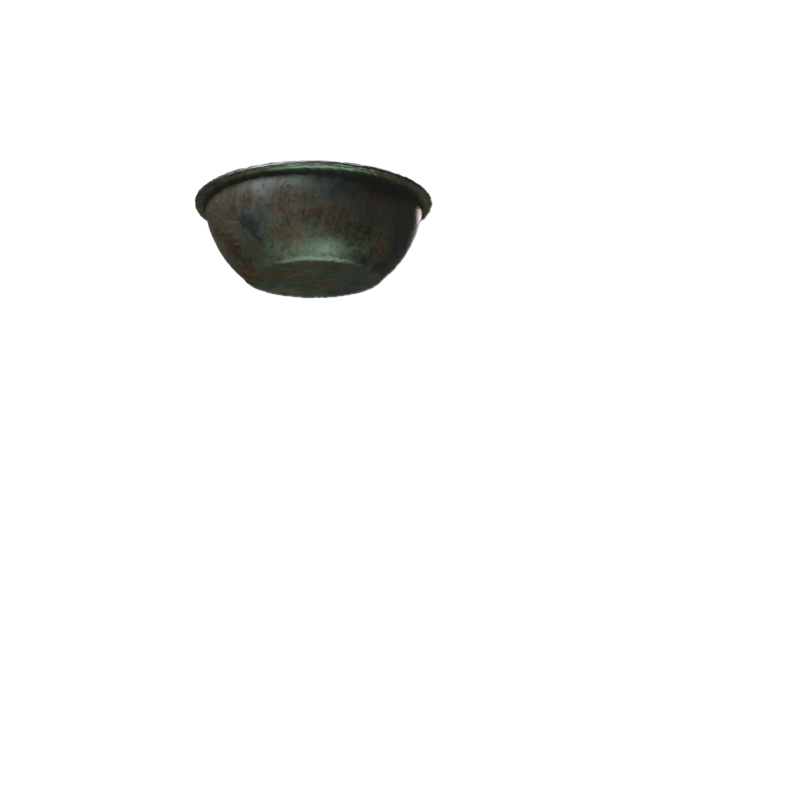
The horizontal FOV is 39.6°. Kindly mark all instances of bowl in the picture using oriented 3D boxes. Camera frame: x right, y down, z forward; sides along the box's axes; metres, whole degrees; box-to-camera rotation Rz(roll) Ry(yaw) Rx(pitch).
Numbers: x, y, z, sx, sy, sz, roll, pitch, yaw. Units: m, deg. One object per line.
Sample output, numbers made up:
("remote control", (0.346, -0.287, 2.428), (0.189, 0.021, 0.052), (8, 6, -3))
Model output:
("bowl", (-0.058, -0.107, 0.746), (0.162, 0.057, 0.157), (0, -12, -2))
